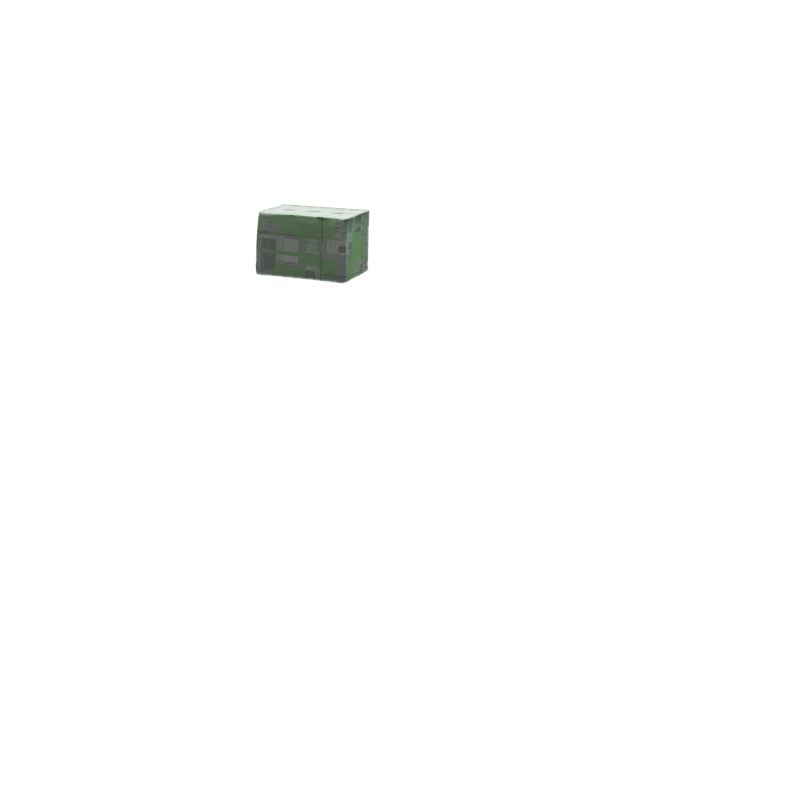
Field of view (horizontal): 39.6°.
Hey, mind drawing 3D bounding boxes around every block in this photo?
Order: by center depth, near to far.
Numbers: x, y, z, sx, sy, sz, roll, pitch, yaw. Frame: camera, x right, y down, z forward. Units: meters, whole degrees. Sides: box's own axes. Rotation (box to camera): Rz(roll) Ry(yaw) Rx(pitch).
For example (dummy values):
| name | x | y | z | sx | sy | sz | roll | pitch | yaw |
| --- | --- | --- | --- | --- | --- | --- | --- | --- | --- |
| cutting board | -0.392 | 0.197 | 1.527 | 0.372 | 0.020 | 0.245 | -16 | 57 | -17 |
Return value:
| name | x | y | z | sx | sy | sz | roll | pitch | yaw |
| --- | --- | --- | --- | --- | --- | --- | --- | --- | --- |
| block | -0.069 | -0.126 | 0.881 | 0.080 | 0.050 | 0.053 | 7 | 16 | 21 |
